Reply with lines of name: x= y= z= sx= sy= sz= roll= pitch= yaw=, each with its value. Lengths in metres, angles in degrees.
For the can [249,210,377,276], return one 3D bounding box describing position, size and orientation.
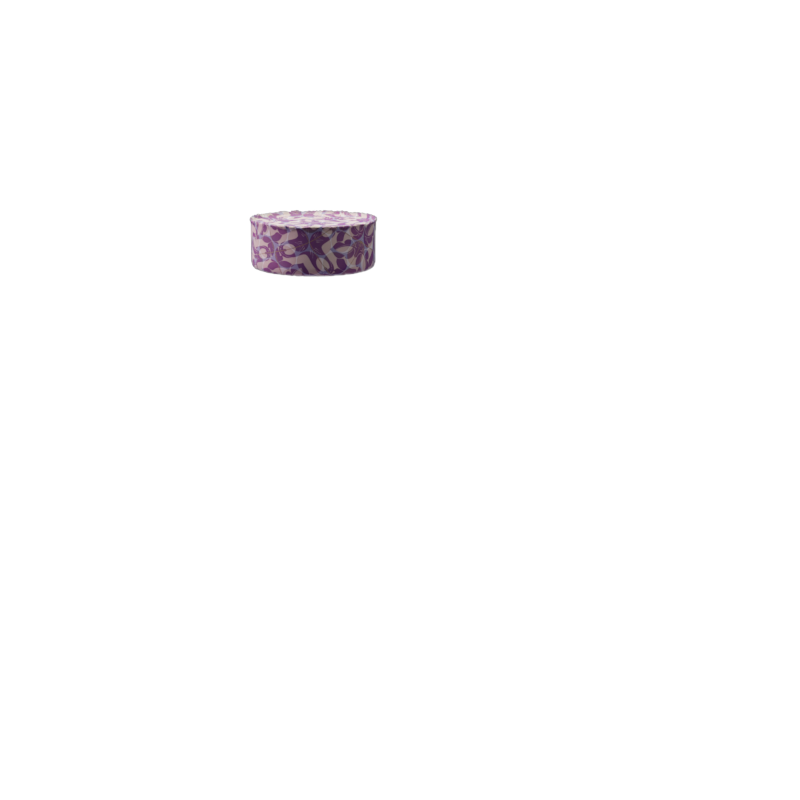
can: x=-0.059 y=-0.107 z=0.748 sx=0.086 sy=0.033 sz=0.089 roll=0 pitch=15 yaw=-2
